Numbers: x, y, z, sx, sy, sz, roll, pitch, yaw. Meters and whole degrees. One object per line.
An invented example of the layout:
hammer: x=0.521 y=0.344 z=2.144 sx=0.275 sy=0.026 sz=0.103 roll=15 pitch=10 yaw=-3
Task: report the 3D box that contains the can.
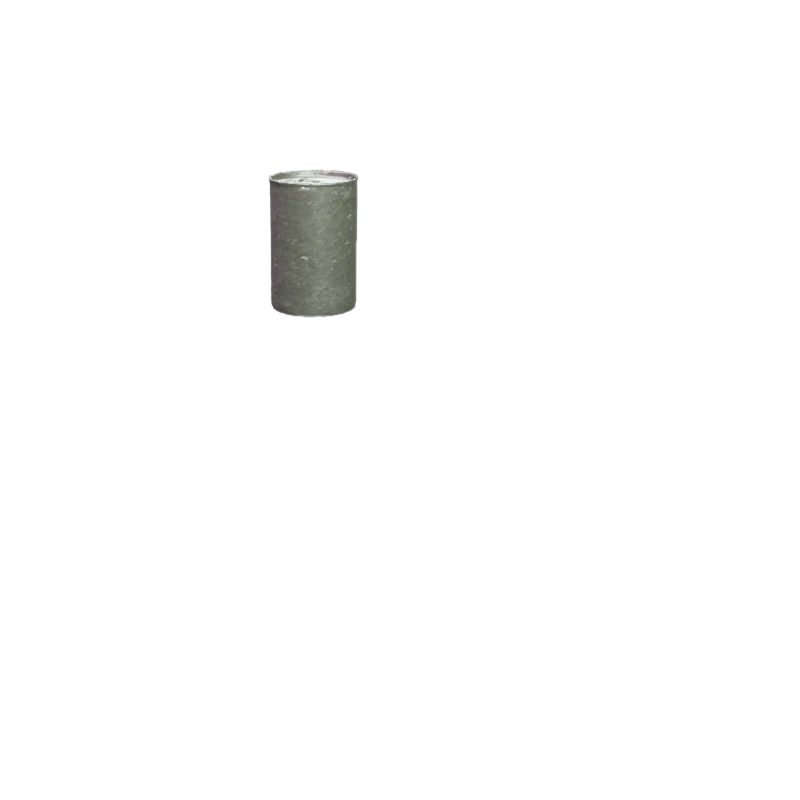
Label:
can: x=-0.066 y=-0.121 z=0.848 sx=0.068 sy=0.099 sz=0.071 roll=0 pitch=15 yaw=-2
